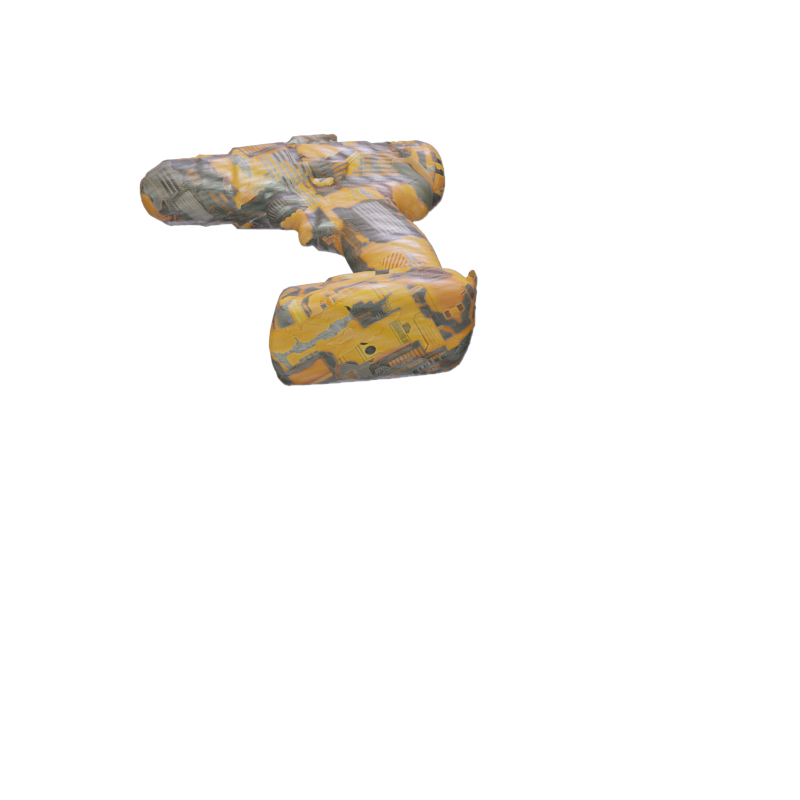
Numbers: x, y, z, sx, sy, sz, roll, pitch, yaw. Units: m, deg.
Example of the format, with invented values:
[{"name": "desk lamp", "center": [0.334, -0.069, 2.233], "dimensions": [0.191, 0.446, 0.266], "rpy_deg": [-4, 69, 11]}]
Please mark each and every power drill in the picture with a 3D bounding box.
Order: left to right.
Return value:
[{"name": "power drill", "center": [-0.048, -0.088, 0.614], "dimensions": [0.182, 0.054, 0.203], "rpy_deg": [-7, 39, -9]}]
